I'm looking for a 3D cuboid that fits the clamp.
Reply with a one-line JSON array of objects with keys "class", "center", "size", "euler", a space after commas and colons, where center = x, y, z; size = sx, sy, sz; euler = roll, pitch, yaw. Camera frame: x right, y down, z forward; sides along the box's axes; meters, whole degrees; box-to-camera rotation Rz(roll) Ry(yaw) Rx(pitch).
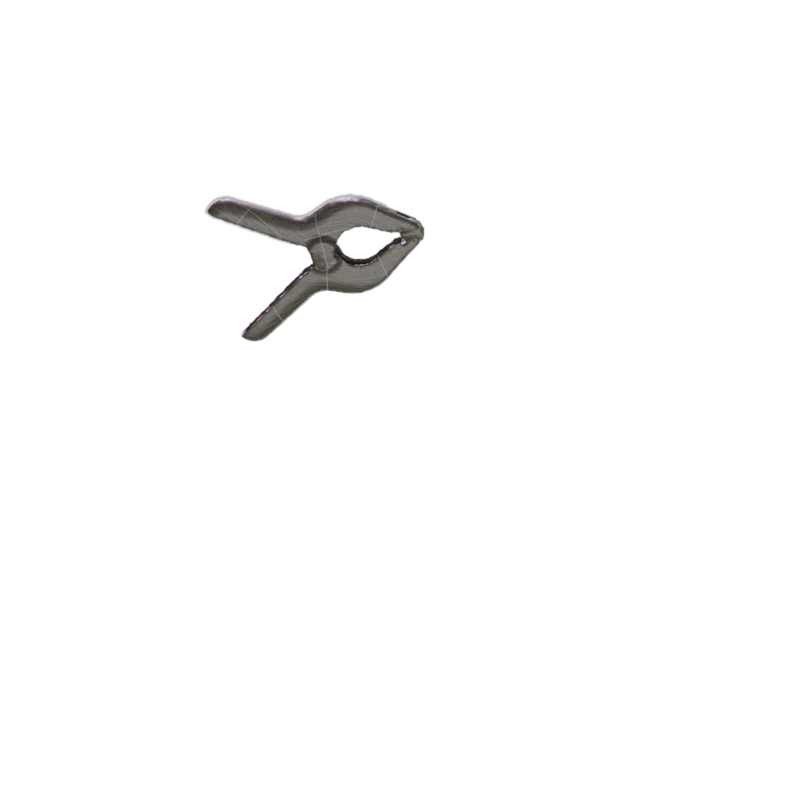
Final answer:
[{"class": "clamp", "center": [-0.069, -0.127, 0.887], "size": [0.172, 0.115, 0.041], "euler": [-21, 19, 7]}]
